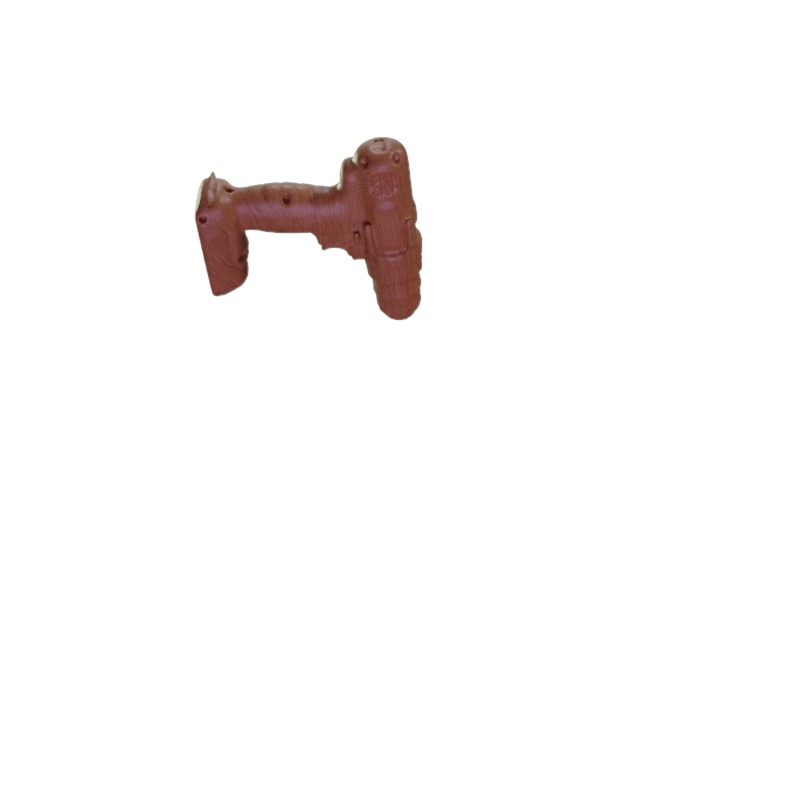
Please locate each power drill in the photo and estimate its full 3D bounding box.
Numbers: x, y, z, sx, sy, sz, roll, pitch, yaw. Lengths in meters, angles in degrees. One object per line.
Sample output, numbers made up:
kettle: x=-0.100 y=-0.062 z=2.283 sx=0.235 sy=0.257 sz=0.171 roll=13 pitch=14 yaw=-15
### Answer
power drill: x=-0.075 y=-0.137 z=0.962 sx=0.188 sy=0.171 sz=0.061 roll=-5 pitch=38 yaw=4
